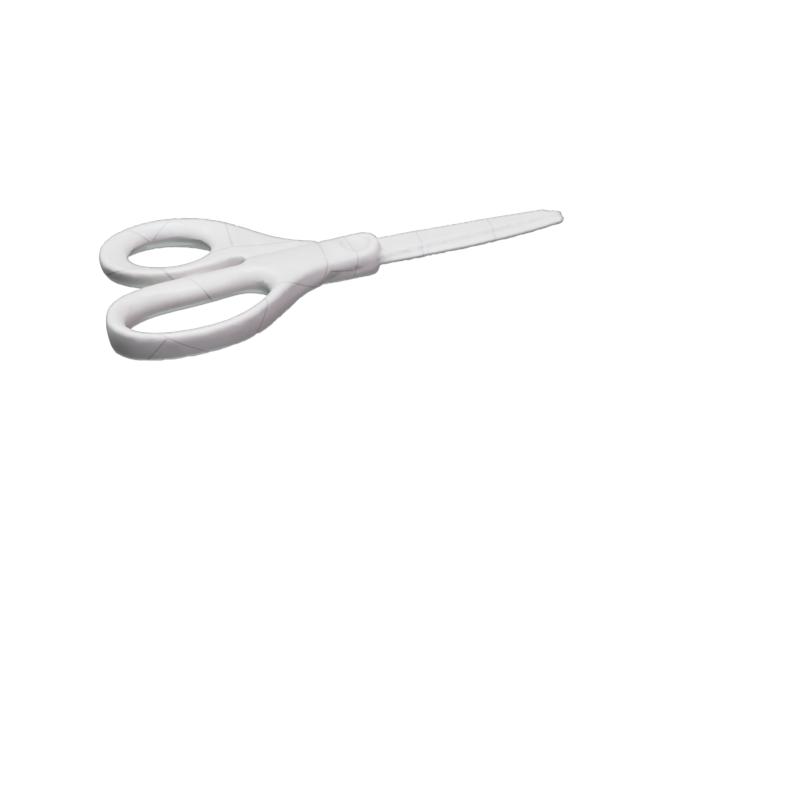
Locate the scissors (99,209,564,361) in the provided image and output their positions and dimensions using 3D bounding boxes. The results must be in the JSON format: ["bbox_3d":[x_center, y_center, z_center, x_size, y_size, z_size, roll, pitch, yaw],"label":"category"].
[{"bbox_3d":[-0.036,-0.066,0.464,0.200,0.015,0.103,-25,42,-30],"label":"scissors"}]
